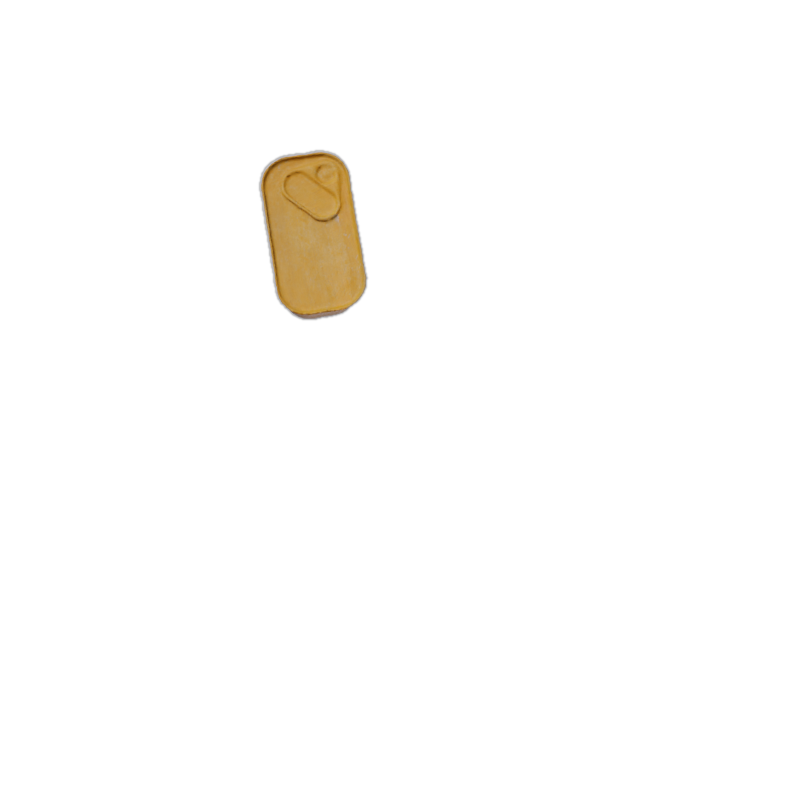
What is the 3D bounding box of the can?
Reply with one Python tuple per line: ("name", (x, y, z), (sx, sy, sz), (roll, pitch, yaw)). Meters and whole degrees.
("can", (-0.058, -0.105, 0.736), (0.057, 0.104, 0.083), (-9, -5, -3))
